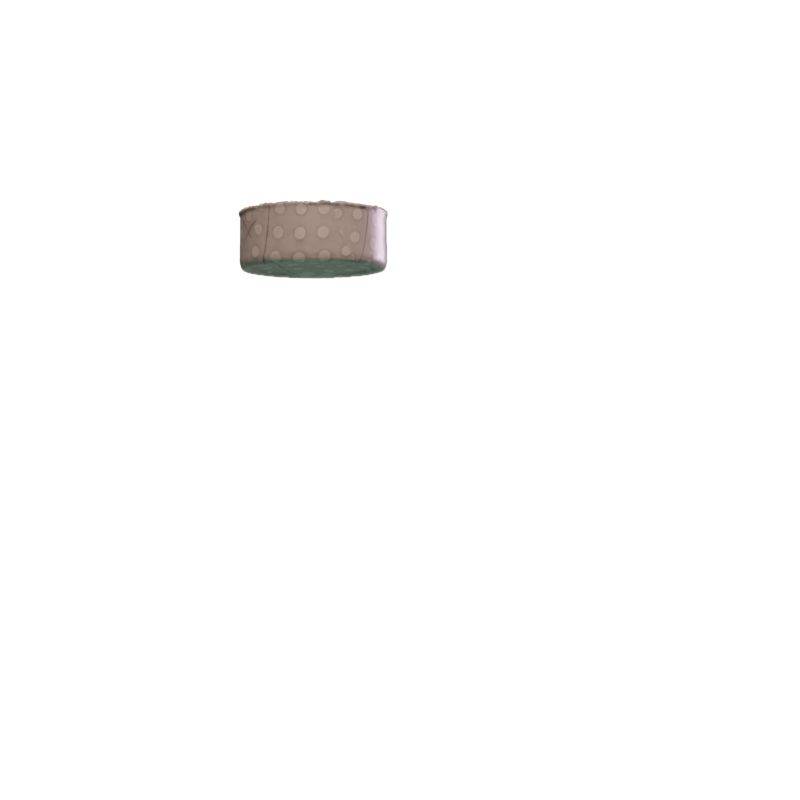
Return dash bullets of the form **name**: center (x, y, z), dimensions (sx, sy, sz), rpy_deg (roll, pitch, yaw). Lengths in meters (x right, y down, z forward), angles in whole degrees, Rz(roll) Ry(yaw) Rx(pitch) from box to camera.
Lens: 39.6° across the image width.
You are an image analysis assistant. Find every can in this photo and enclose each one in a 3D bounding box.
- **can**: center (-0.050, -0.091, 0.636), dimensions (0.086, 0.034, 0.085), rpy_deg (0, -1, -2)
